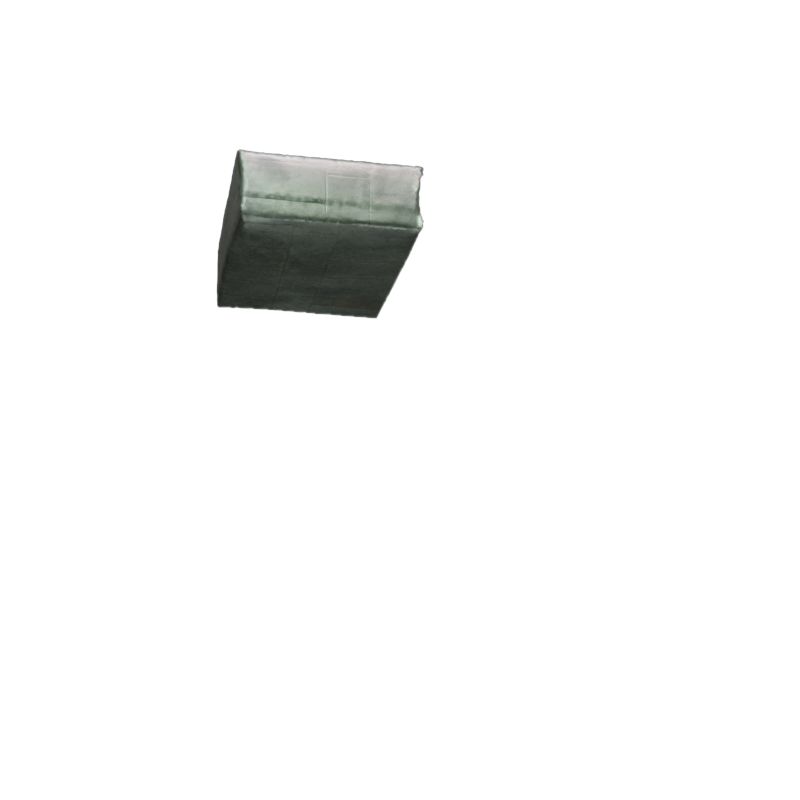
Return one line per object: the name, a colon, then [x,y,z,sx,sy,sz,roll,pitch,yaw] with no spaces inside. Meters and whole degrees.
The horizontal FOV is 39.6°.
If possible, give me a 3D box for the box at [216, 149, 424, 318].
box: [-0.044,-0.080,0.559,0.088,0.041,0.110,4,-19,-11]
